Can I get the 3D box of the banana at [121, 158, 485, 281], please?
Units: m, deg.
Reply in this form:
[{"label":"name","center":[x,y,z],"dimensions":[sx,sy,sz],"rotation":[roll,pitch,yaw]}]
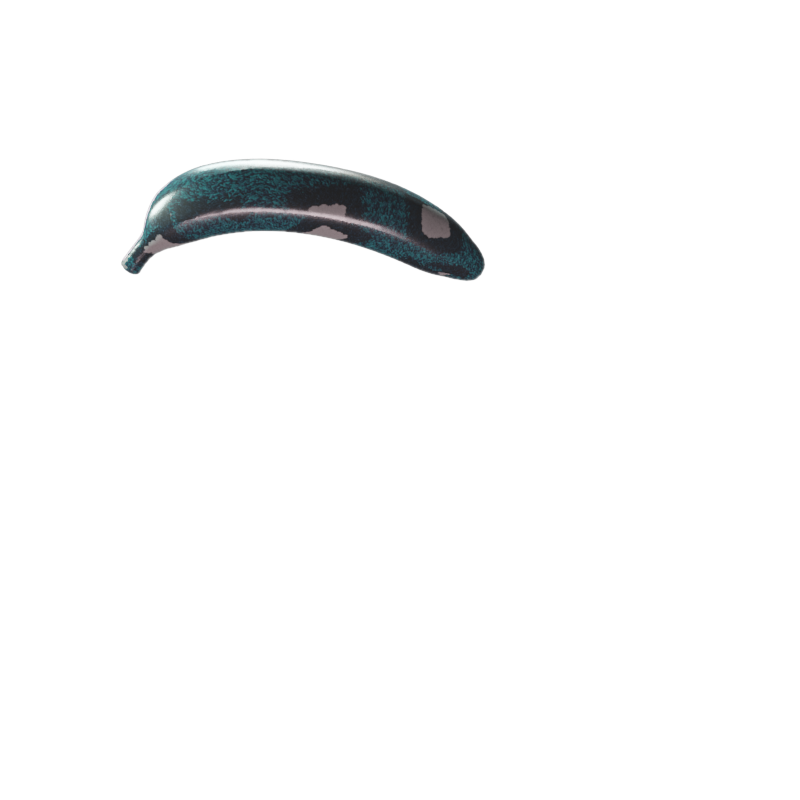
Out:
[{"label":"banana","center":[-0.049,-0.096,0.589],"dimensions":[0.197,0.039,0.065],"rotation":[3,-36,-4]}]
